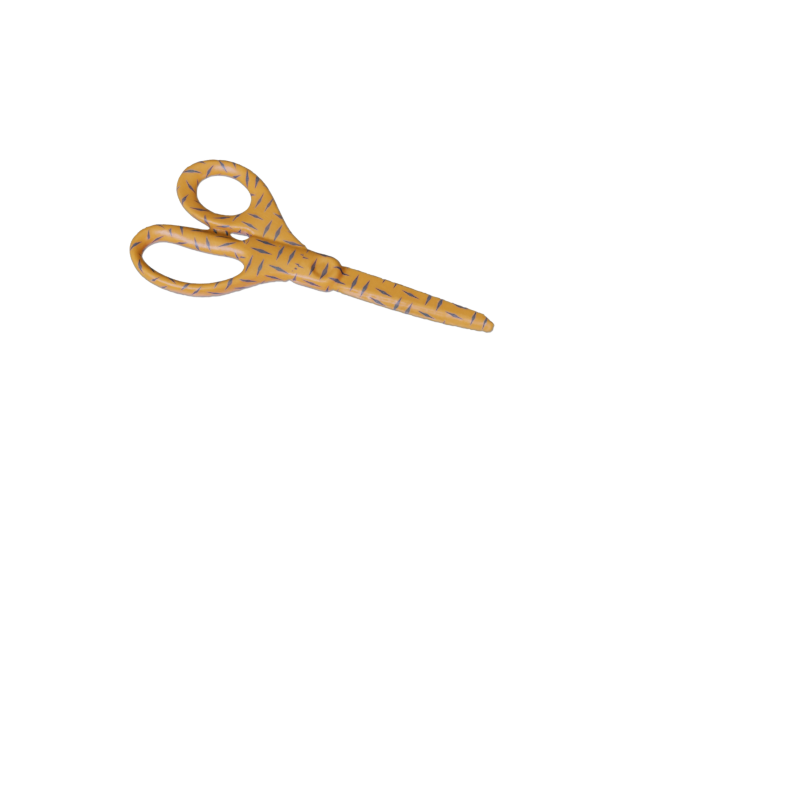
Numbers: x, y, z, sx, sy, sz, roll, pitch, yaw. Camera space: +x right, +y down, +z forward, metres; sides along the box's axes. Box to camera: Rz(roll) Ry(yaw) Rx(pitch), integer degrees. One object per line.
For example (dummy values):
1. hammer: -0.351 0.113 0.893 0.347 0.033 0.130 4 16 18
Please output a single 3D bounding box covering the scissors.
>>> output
1. scissors: -0.049 -0.089 0.621 0.202 0.102 0.015 4 -29 2
